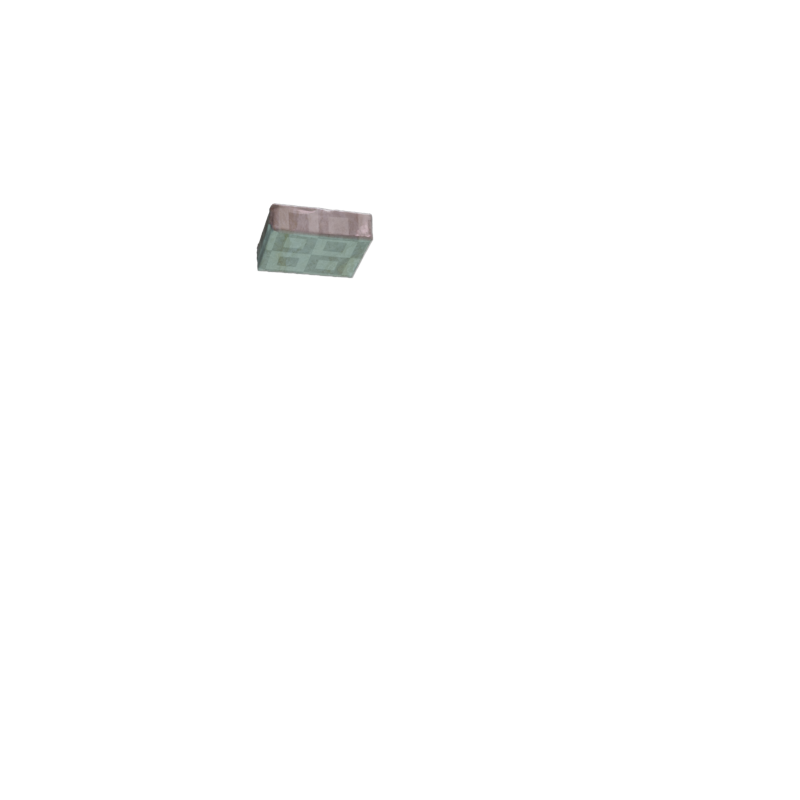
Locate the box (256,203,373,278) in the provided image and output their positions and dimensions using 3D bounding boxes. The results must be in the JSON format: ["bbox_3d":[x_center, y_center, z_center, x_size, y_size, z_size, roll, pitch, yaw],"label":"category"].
[{"bbox_3d":[-0.075,-0.136,0.953,0.088,0.032,0.070,5,-24,-12],"label":"box"}]
